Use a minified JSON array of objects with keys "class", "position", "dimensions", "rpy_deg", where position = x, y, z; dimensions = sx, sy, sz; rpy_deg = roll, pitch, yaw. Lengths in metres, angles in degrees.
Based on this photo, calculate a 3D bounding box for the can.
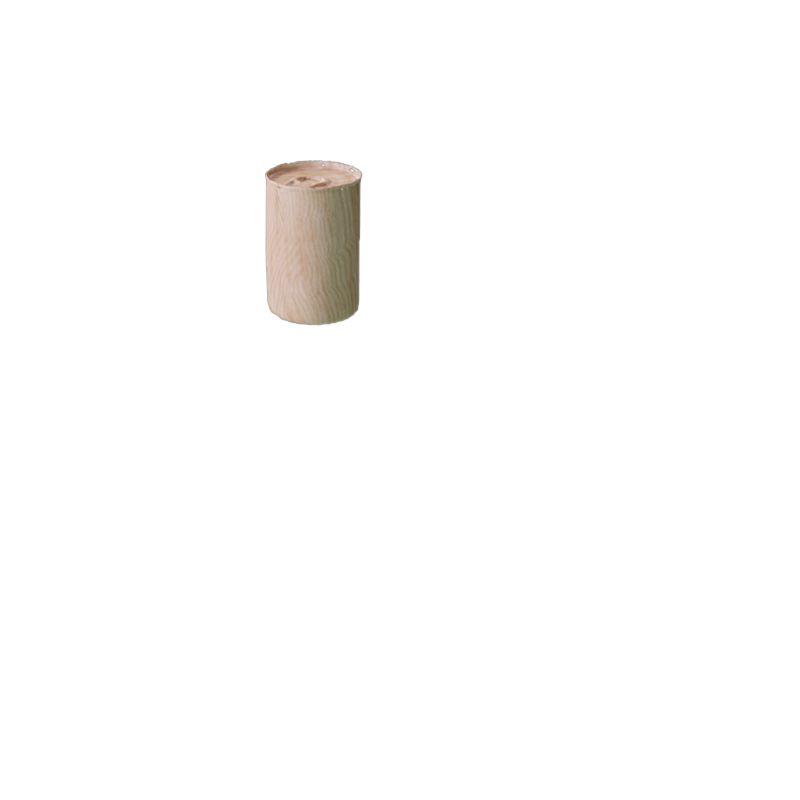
[{"class":"can","position":[-0.062,-0.113,0.789],"dimensions":[0.068,0.097,0.072],"rpy_deg":[0,23,-2]}]
